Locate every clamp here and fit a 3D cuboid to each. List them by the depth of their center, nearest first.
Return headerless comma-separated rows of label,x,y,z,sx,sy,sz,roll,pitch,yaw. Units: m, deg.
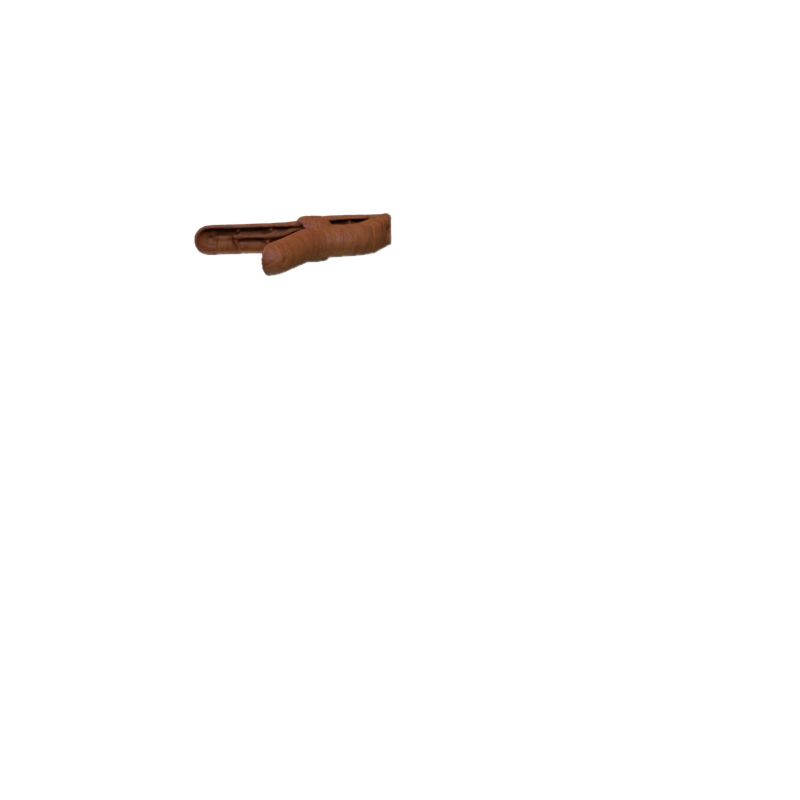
clamp,-0.072,-0.131,0.916,0.168,0.037,0.128,-12,27,-25
